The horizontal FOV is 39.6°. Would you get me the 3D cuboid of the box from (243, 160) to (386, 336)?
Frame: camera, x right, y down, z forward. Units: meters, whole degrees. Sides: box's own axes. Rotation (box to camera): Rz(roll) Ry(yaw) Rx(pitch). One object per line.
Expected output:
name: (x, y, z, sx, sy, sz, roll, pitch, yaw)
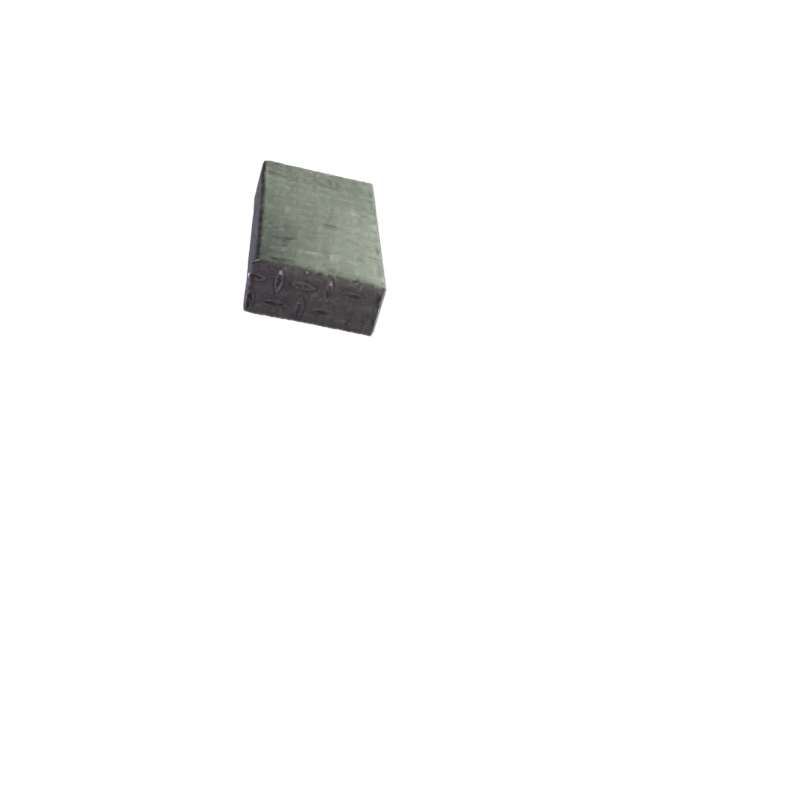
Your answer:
box: (-0.064, -0.116, 0.815, 0.092, 0.046, 0.187, 10, 29, -9)
